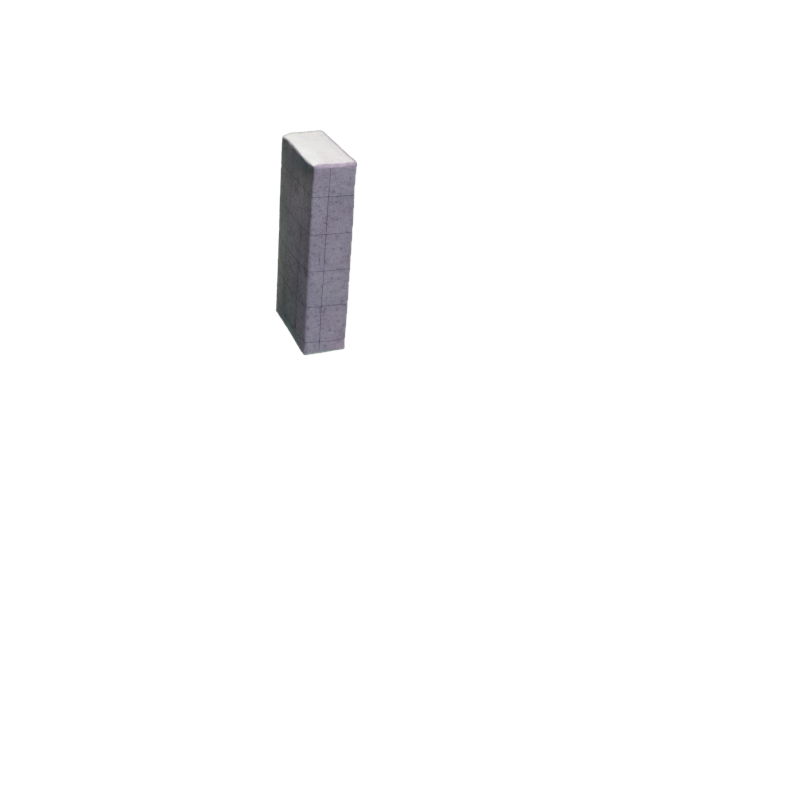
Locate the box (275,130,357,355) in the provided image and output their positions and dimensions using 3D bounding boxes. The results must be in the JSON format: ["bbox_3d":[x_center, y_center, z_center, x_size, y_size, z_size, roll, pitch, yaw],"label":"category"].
[{"bbox_3d":[-0.076,-0.139,0.971,0.047,0.167,0.100,-8,27,-20],"label":"box"}]
